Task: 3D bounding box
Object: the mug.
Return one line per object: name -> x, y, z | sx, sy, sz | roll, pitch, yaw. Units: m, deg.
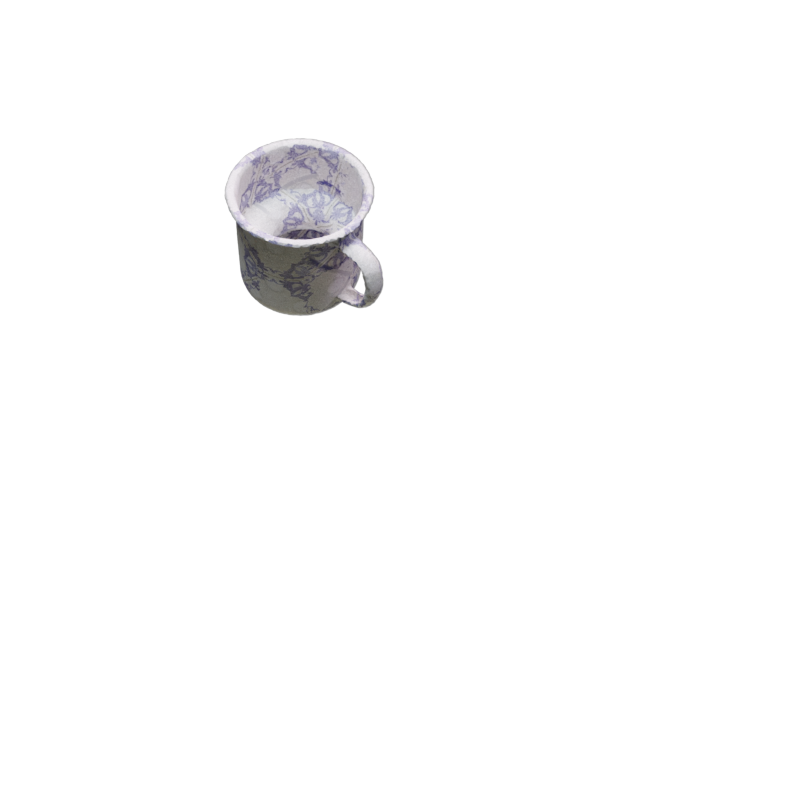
mug -> -0.056, -0.102, 0.714 | 0.124, 0.076, 0.094 | 37, 60, 24
